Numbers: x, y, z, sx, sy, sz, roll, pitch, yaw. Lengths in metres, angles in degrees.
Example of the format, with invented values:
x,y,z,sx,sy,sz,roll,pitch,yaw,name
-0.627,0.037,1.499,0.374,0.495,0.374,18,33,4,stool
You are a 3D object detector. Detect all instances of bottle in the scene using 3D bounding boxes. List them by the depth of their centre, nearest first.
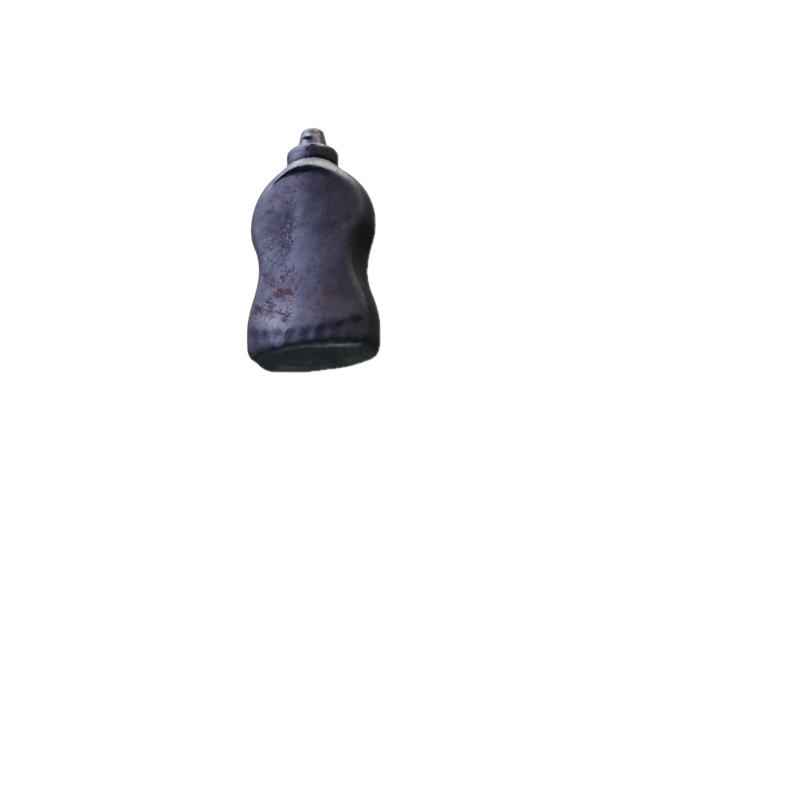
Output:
x,y,z,sx,sy,sz,roll,pitch,yaw,name
-0.066,-0.121,0.843,0.097,0.202,0.054,-10,-25,18,bottle
